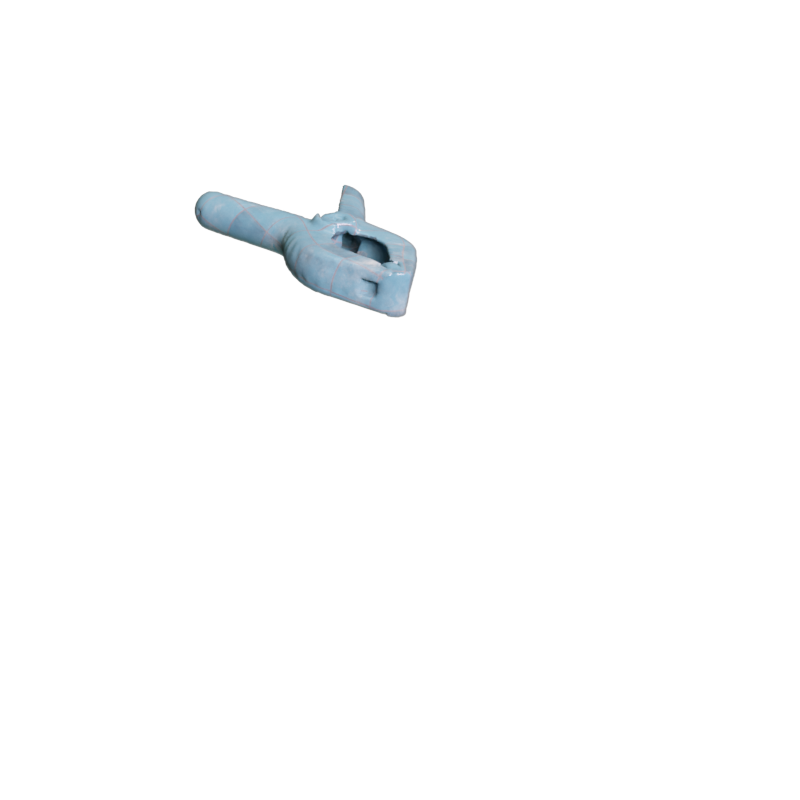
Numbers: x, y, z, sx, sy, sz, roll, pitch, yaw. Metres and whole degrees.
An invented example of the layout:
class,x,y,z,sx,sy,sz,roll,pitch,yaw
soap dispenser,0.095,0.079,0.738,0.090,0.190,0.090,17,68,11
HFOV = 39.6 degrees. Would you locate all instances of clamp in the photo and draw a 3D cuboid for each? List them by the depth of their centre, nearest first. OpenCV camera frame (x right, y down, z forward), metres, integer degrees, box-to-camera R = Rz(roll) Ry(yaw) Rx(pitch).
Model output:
class,x,y,z,sx,sy,sz,roll,pitch,yaw
clamp,-0.053,-0.097,0.678,0.118,0.037,0.183,-9,28,-19
